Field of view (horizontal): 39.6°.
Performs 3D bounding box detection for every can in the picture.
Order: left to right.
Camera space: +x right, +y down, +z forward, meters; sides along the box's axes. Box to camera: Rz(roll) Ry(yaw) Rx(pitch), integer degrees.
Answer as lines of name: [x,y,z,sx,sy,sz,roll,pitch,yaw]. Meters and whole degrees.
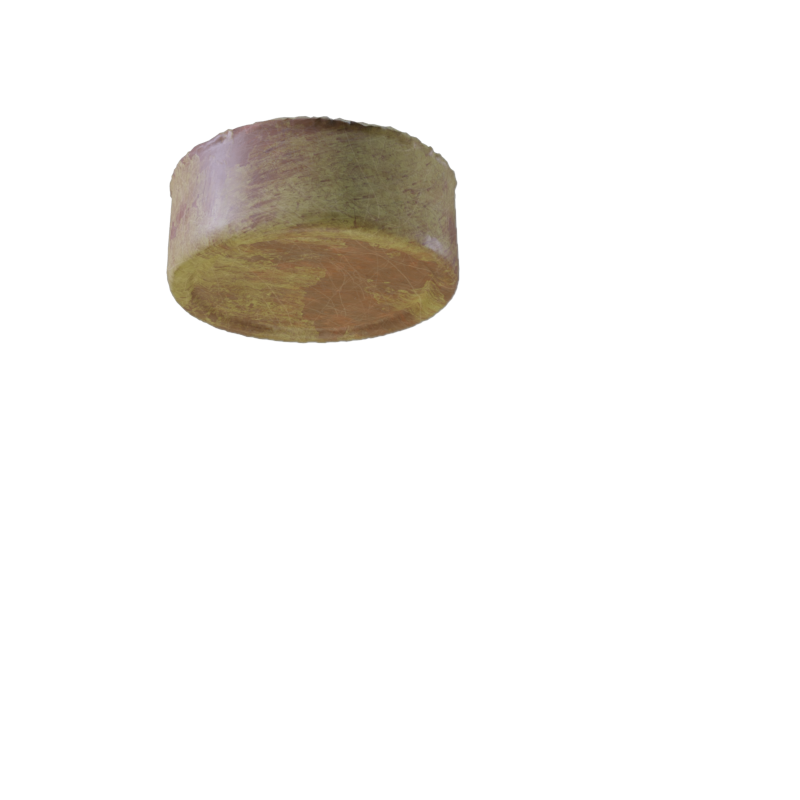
can: [-0.026,-0.047,0.326,0.086,0.035,0.082,0,-20,-2]
